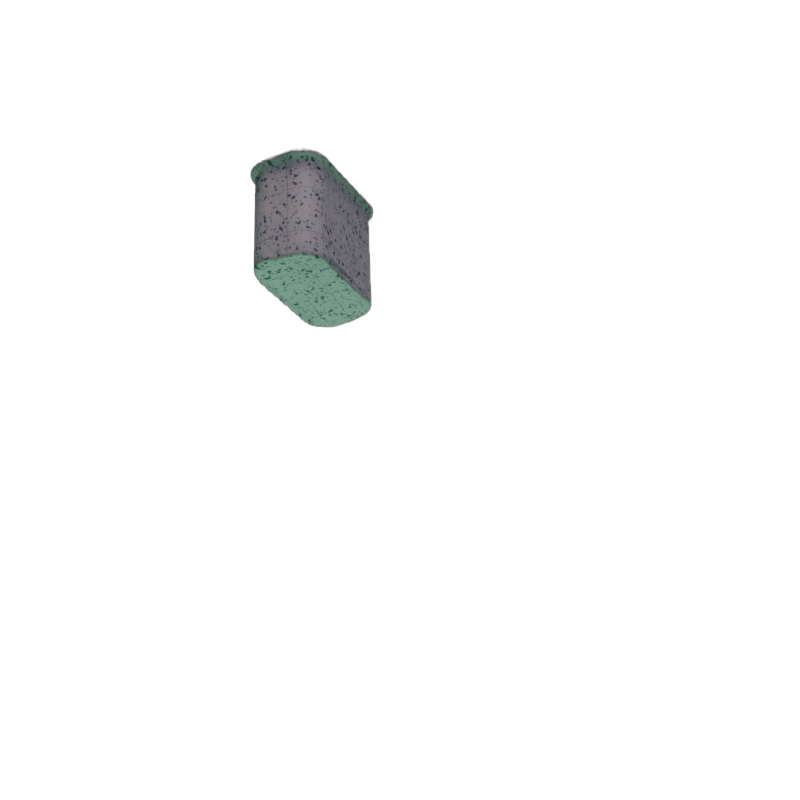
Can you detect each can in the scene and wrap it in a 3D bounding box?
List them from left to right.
[{"bbox_3d":[-0.060,-0.109,0.762,0.058,0.089,0.094,-16,-32,23],"label":"can"}]
